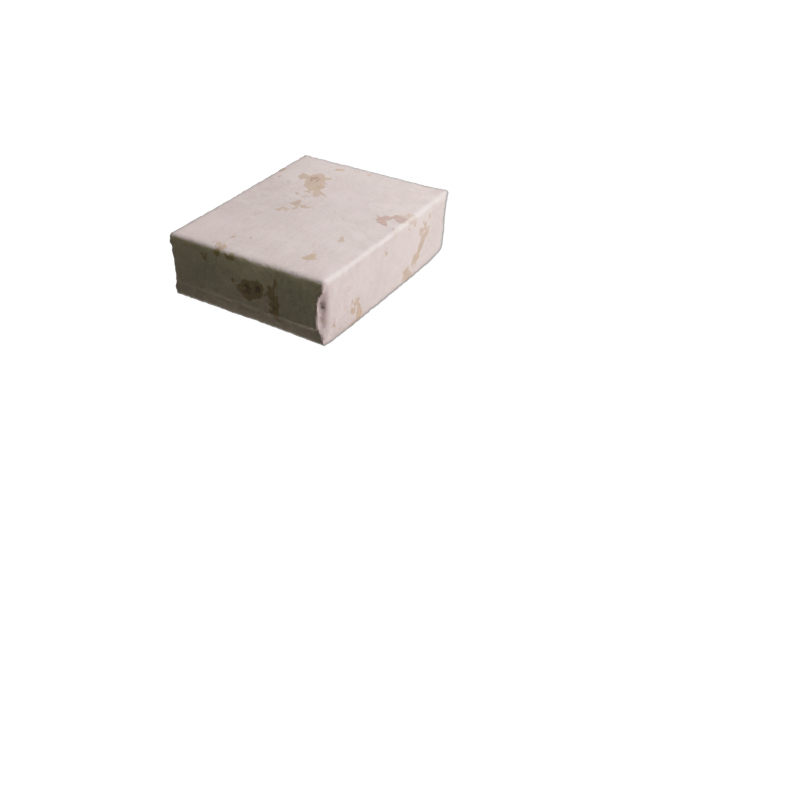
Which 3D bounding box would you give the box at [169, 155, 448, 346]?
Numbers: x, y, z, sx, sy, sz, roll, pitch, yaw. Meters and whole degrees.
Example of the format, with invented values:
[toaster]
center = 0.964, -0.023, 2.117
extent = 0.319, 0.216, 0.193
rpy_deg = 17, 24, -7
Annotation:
[box]
center = -0.042, -0.077, 0.543
extent = 0.094, 0.037, 0.115
rpy_deg = 19, 37, 27
